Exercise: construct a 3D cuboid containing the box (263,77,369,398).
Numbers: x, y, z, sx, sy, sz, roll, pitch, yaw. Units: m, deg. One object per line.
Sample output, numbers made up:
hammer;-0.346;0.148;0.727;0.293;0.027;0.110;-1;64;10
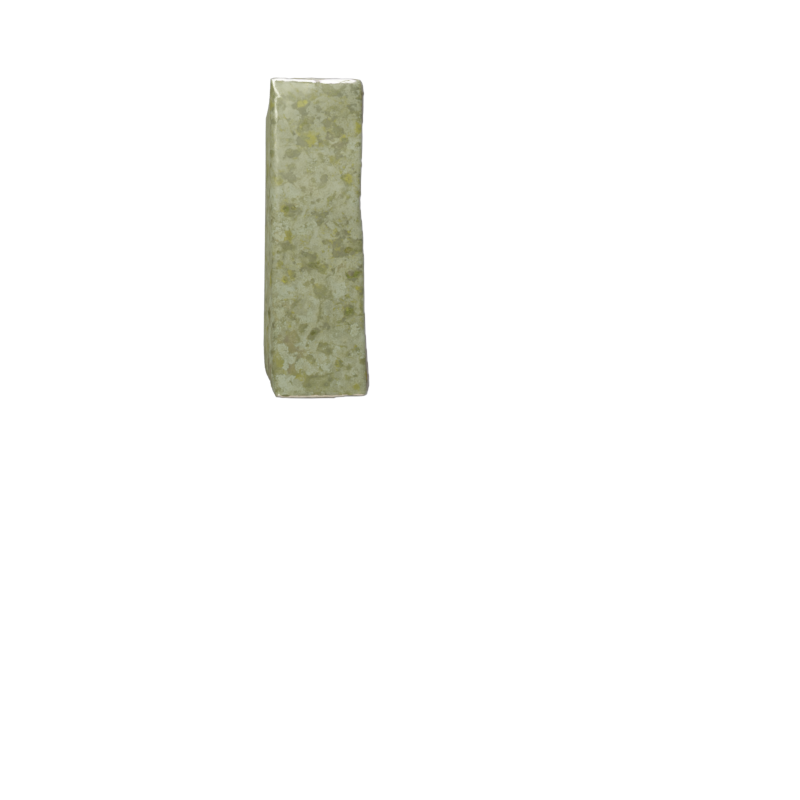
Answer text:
box;-0.064;-0.116;0.813;0.071;0.214;0.165;0;1;-8
